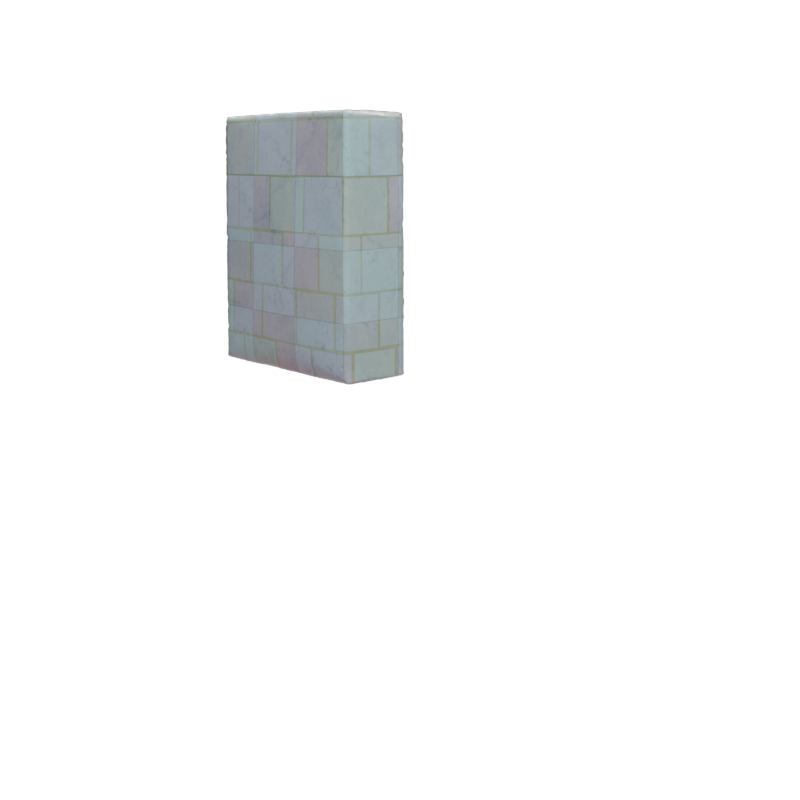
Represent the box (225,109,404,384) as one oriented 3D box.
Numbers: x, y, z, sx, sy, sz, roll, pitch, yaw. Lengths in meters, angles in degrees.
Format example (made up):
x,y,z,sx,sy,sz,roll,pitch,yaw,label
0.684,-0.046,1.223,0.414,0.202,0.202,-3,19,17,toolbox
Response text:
x,y,z,sx,sy,sz,roll,pitch,yaw,label
-0.073,-0.133,0.931,0.069,0.211,0.172,-4,8,-41,box
